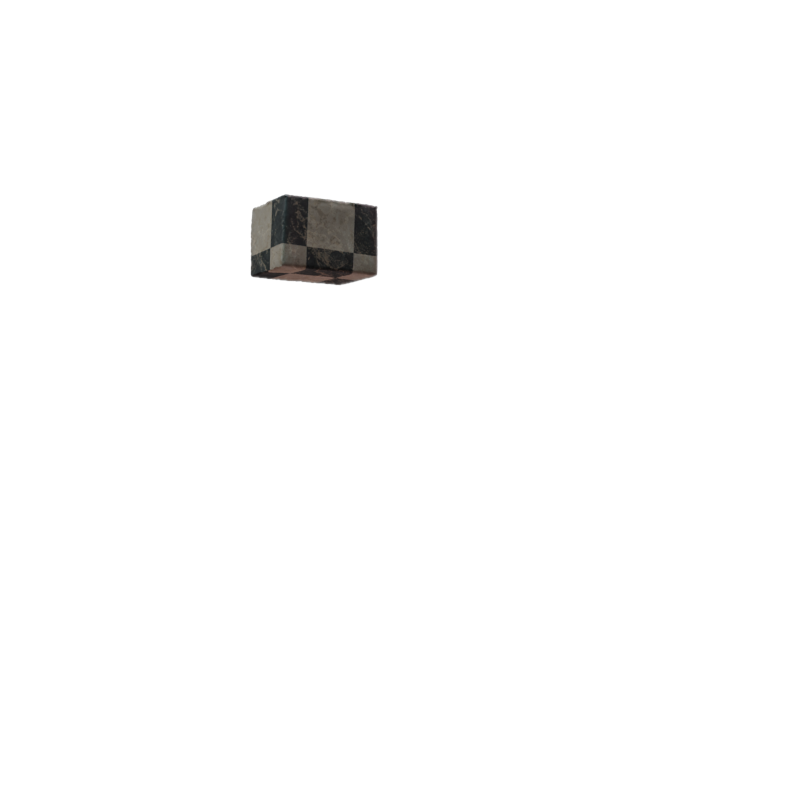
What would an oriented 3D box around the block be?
[{"bbox_3d":[-0.062,-0.113,0.789,0.075,0.052,0.054,3,-8,-31],"label":"block"}]
